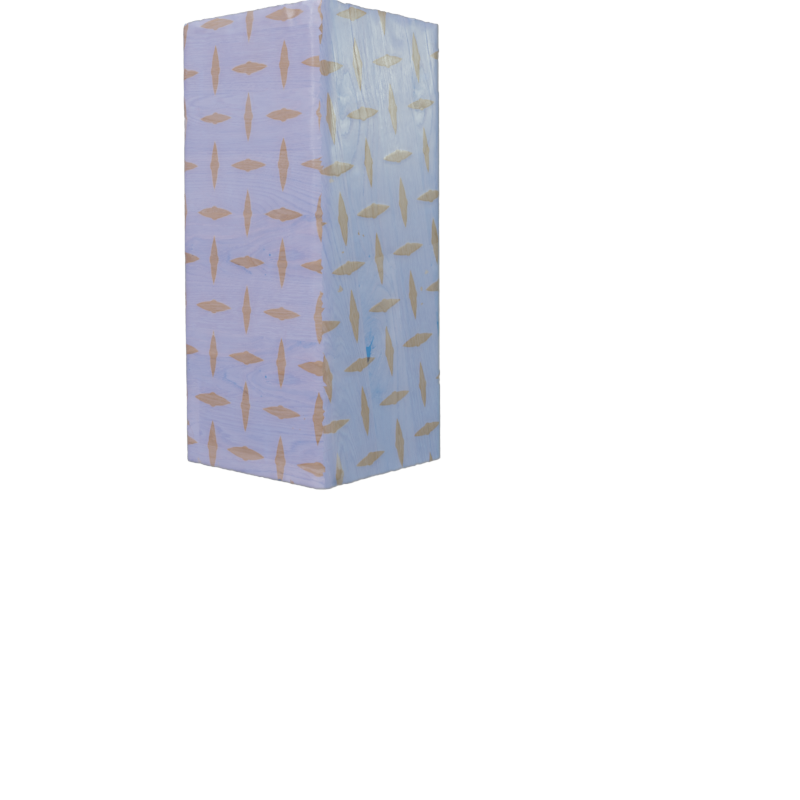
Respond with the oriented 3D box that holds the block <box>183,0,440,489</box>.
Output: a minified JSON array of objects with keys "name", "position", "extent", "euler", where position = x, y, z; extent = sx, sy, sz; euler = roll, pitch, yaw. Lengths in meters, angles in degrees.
[{"name":"block","position":[-0.042,-0.075,0.523],"extent":[0.094,0.205,0.087],"euler":[2,3,40]}]
